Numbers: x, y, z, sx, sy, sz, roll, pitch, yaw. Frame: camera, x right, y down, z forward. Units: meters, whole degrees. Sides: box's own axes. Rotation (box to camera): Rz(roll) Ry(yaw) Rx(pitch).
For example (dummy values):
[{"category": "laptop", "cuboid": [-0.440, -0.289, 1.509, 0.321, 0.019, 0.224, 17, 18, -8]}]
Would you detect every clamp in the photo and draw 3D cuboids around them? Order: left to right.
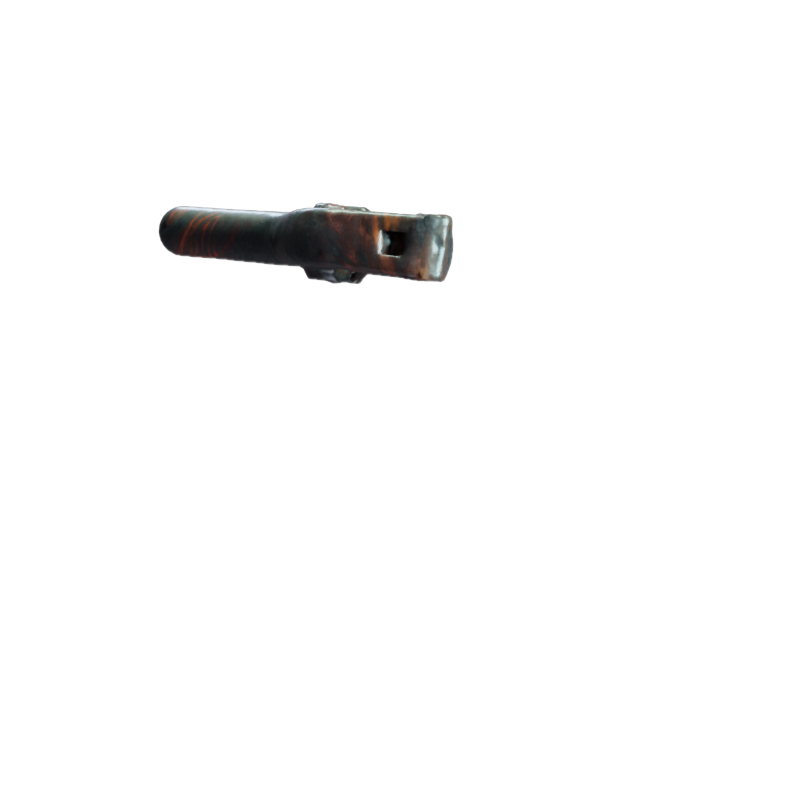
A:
[{"category": "clamp", "cuboid": [-0.040, -0.073, 0.514, 0.117, 0.039, 0.176, -2, 5, -23]}]
